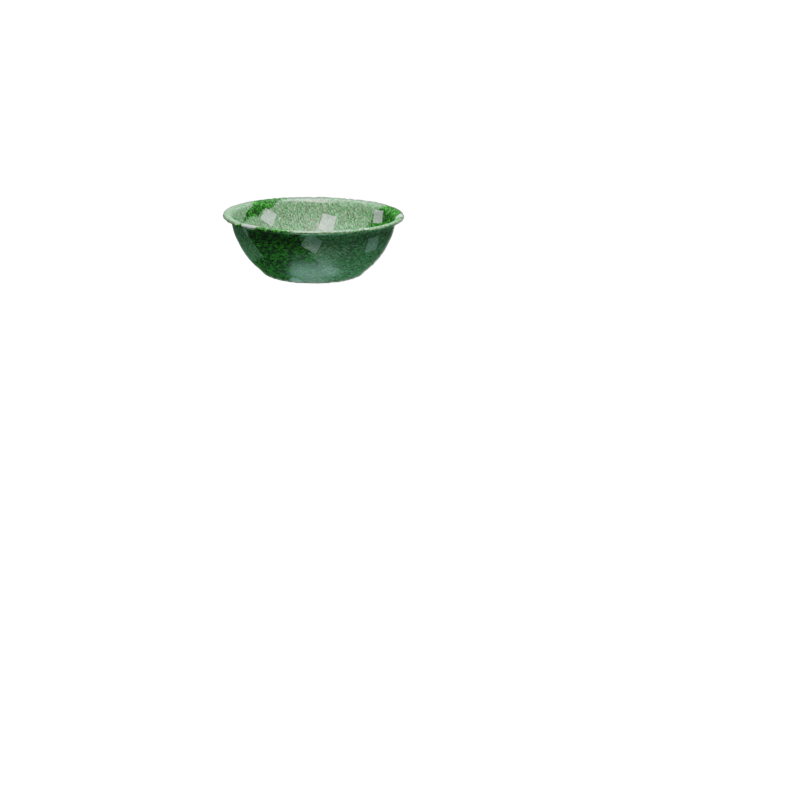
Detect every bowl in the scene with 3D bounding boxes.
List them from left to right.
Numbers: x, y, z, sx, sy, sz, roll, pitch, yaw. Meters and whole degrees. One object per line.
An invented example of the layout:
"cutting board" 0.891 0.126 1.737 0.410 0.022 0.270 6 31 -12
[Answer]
"bowl" -0.078 -0.142 0.992 0.162 0.053 0.169 -1 19 -2
